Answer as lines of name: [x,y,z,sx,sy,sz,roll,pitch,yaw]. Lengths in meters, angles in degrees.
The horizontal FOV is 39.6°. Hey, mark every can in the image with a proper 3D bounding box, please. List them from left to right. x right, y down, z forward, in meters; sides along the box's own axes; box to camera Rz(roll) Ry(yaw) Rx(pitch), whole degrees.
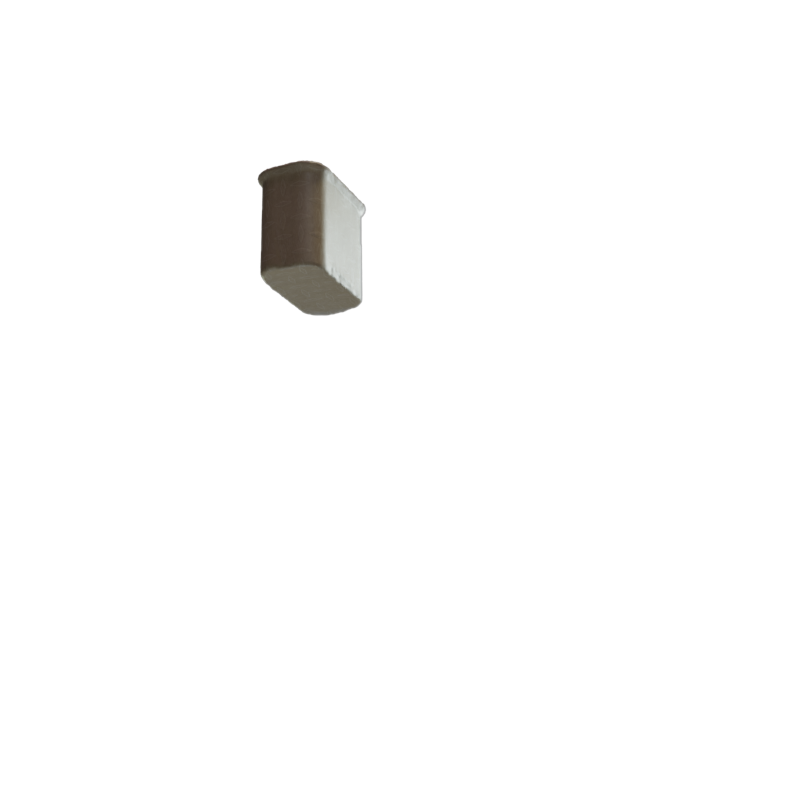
can: [-0.066,-0.120,0.842,0.058,0.088,0.095,-11,-23,22]
